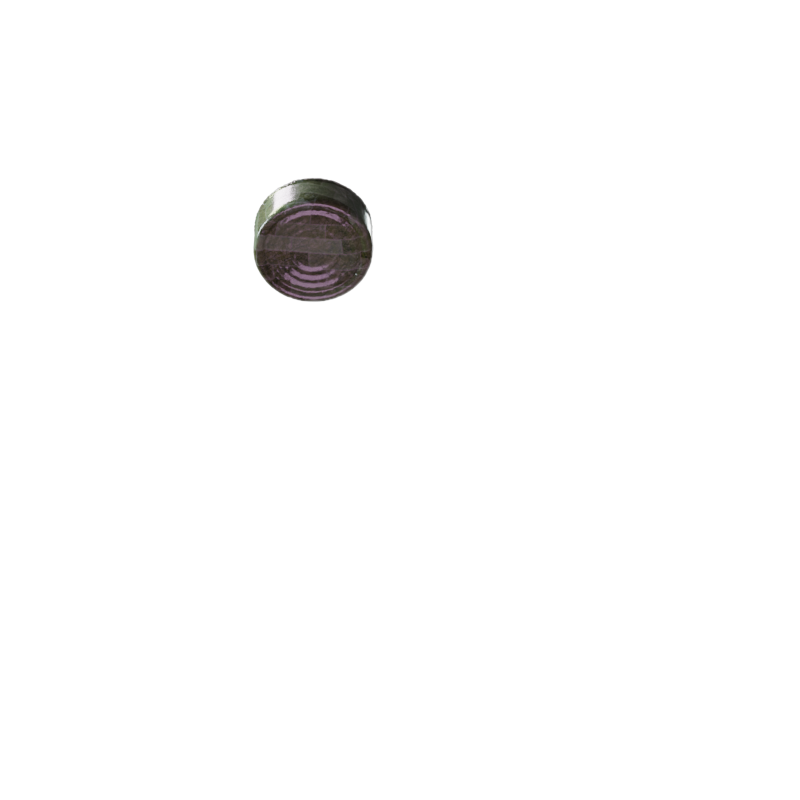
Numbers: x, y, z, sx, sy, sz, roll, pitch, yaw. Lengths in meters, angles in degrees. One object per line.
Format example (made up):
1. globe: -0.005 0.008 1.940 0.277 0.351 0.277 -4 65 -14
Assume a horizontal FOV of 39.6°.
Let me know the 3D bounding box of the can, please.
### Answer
1. can: -0.062 -0.113 0.789 0.086 0.081 0.036 1 34 -1
